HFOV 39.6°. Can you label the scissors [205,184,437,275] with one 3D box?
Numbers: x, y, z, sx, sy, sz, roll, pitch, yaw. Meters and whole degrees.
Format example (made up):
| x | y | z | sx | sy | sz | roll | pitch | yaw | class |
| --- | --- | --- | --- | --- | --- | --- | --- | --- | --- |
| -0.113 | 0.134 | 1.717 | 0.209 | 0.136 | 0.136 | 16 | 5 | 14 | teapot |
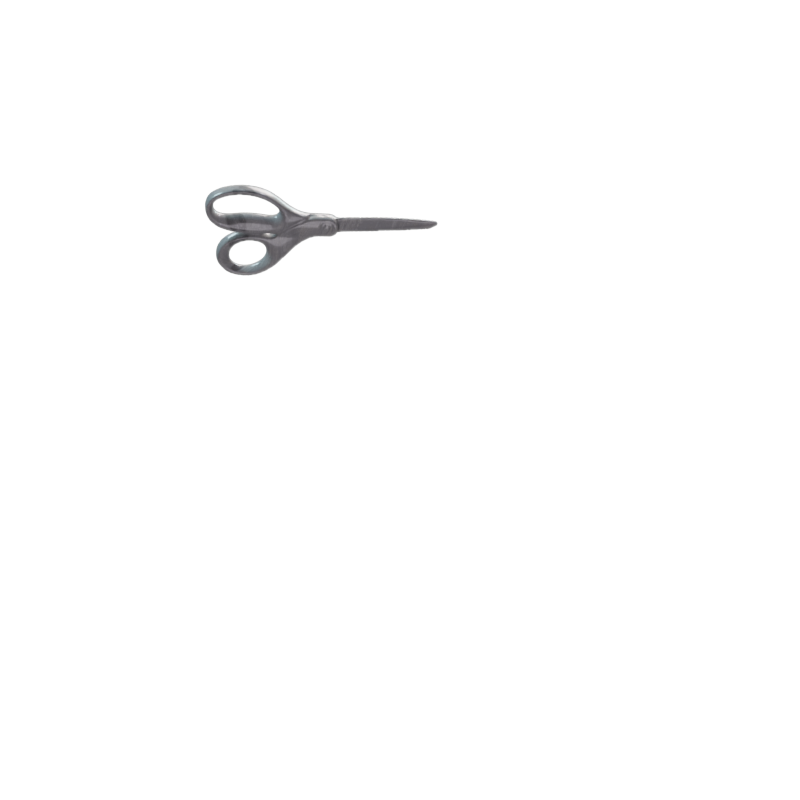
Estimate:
| x | y | z | sx | sy | sz | roll | pitch | yaw | class |
| --- | --- | --- | --- | --- | --- | --- | --- | --- | --- |
| -0.077 | -0.141 | 0.984 | 0.199 | 0.091 | 0.017 | 12 | 33 | -8 | scissors |
